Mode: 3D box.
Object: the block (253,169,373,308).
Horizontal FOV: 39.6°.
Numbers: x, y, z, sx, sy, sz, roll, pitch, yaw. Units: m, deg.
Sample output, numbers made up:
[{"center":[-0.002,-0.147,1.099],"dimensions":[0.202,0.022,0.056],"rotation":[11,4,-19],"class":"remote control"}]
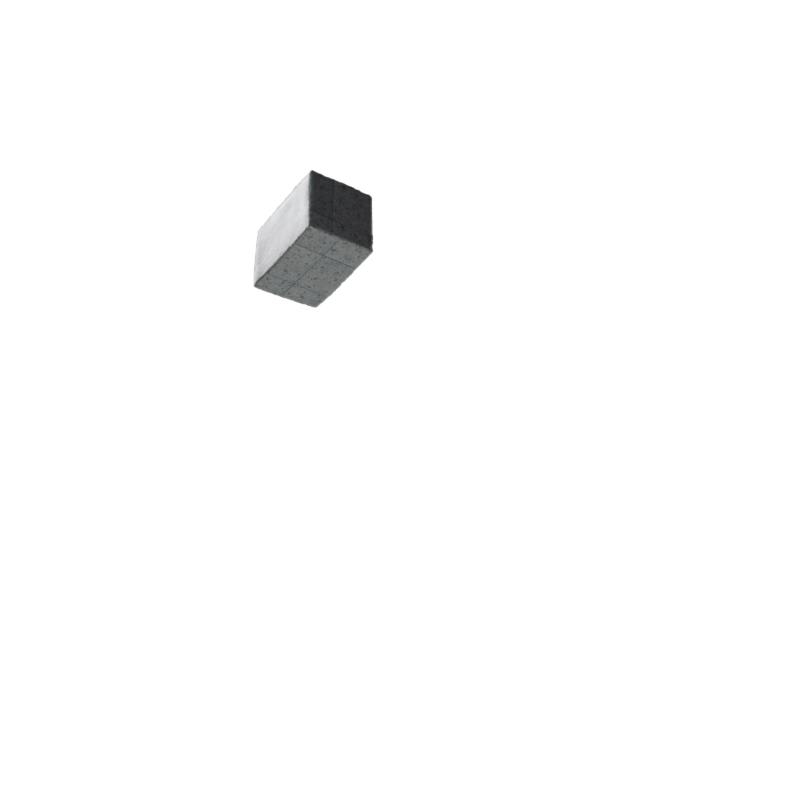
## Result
[{"center":[-0.061,-0.110,0.773],"dimensions":[0.050,0.055,0.076],"rotation":[21,-42,-28],"class":"block"}]
